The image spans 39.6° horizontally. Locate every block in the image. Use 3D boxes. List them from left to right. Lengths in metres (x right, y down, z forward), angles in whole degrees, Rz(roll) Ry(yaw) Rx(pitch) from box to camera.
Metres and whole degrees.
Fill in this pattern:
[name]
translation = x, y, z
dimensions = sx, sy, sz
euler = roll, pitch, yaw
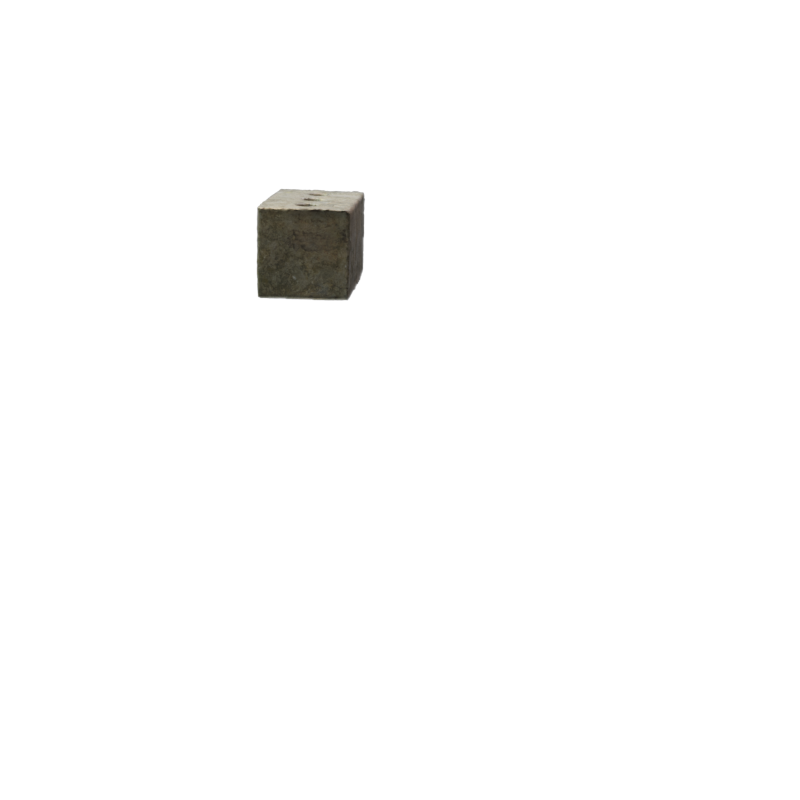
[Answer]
[block]
translation = -0.050, -0.091, 0.637
dimensions = 0.053, 0.050, 0.080
euler = 2, 16, 4
